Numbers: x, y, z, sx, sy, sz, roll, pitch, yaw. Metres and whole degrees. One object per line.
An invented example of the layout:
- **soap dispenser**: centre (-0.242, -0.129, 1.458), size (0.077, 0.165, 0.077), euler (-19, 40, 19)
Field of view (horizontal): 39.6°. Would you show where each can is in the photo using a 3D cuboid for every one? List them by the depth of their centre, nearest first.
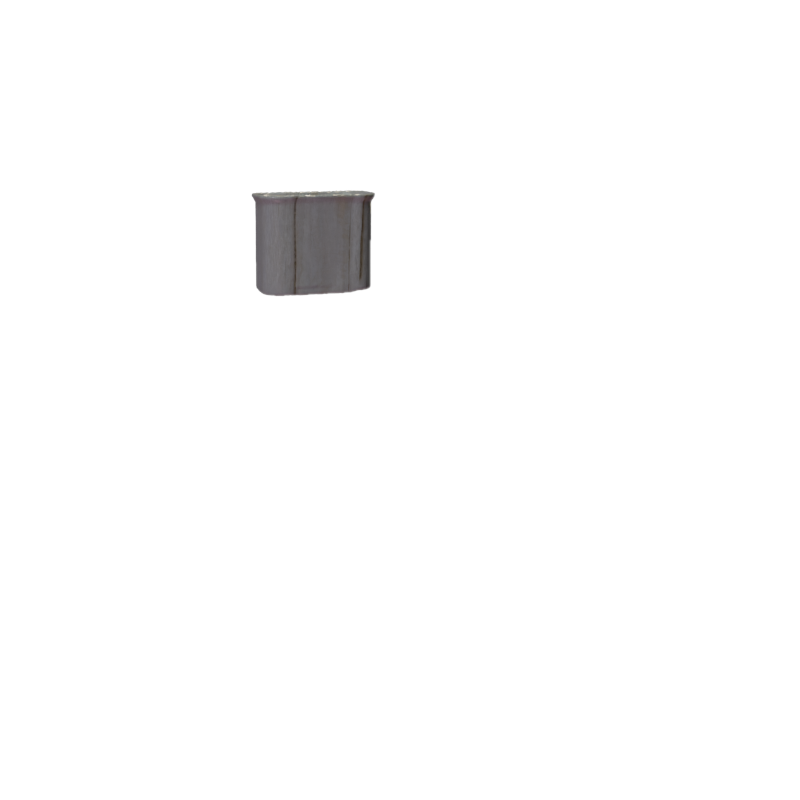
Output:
- **can**: centre (-0.074, -0.135, 0.944), size (0.100, 0.082, 0.060), euler (-3, 9, -18)
